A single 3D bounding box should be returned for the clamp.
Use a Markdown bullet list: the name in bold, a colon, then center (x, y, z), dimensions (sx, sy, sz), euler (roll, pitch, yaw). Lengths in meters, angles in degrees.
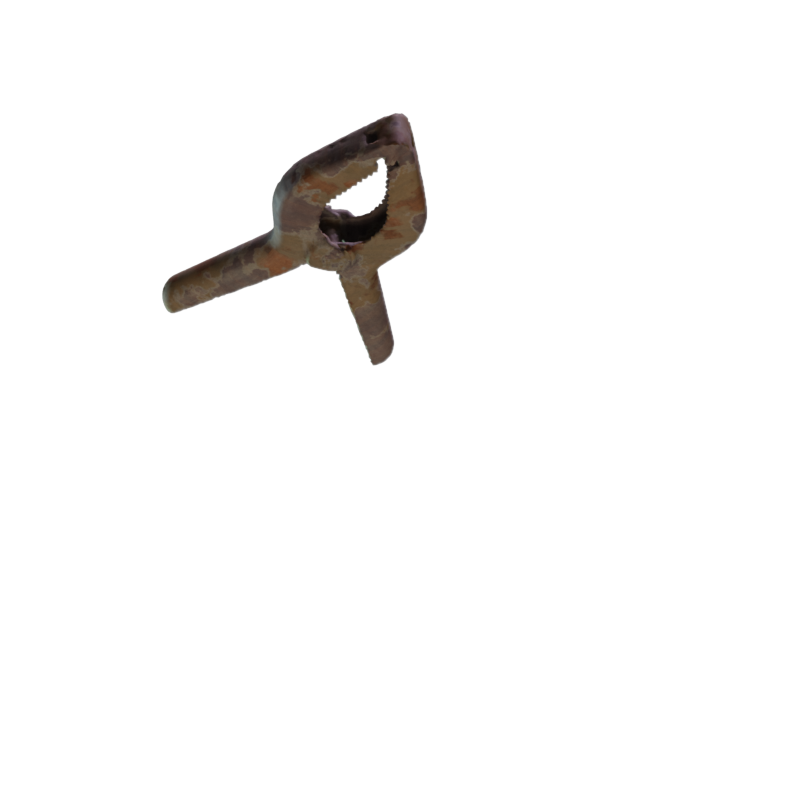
- **clamp**: center (-0.054, -0.099, 0.692), dimensions (0.161, 0.039, 0.200), euler (11, -38, -14)
